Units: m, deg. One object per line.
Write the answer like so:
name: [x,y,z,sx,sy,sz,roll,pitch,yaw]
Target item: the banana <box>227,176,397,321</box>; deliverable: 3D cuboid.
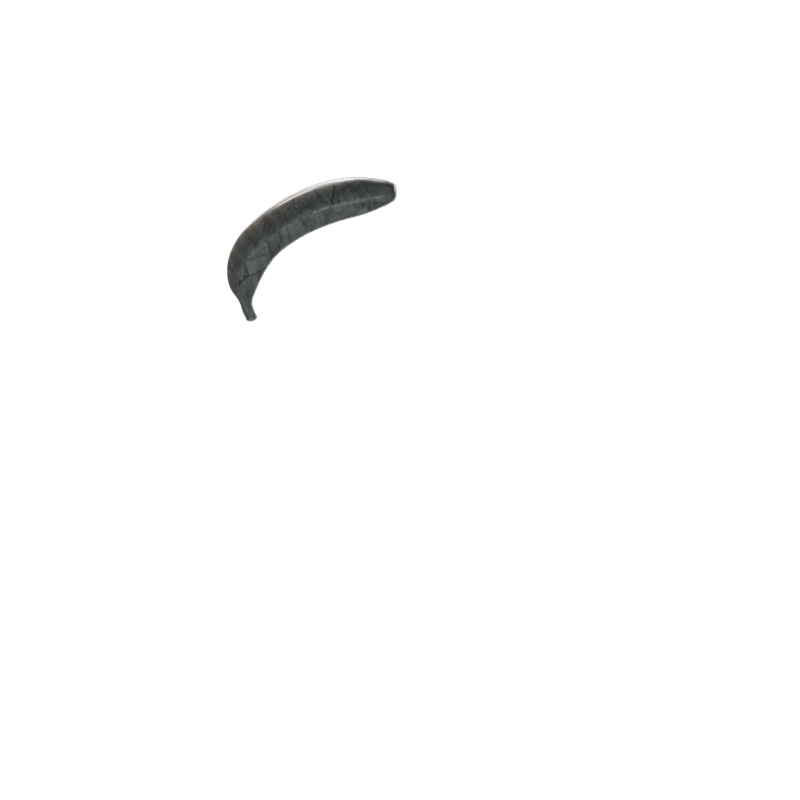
banana: [-0.093,-0.148,0.986,0.195,0.039,0.065,-36,-56,28]
